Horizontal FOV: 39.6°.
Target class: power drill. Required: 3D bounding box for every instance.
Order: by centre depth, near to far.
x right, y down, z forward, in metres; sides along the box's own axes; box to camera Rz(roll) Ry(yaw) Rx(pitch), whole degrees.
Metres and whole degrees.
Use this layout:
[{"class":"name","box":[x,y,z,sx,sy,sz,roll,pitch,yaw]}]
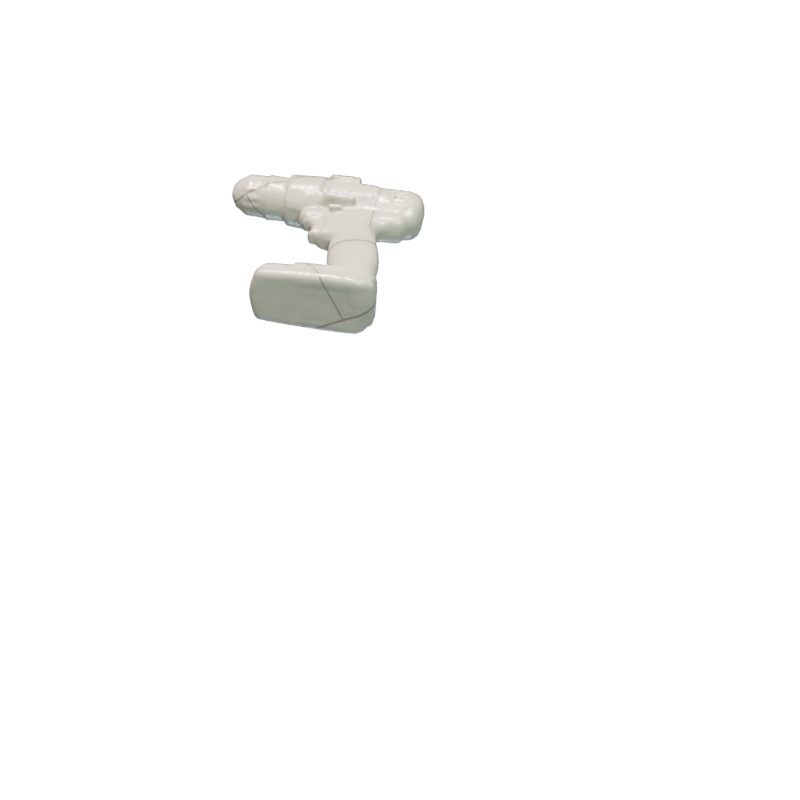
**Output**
[{"class":"power drill","box":[-0.078,-0.142,0.998,0.187,0.054,0.198,6,39,7]}]
